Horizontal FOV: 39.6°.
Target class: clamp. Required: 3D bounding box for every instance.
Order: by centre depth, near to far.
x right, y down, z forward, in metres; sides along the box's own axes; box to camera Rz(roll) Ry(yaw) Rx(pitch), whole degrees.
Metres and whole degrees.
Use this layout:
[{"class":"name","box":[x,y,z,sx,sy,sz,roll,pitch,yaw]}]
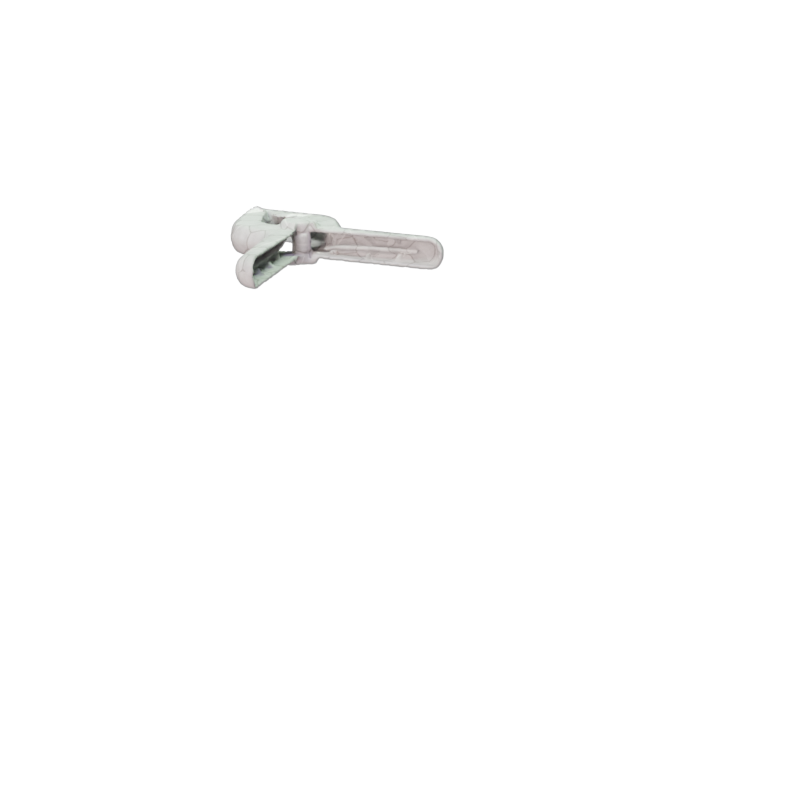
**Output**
[{"class":"clamp","box":[-0.071,-0.129,0.903,0.161,0.035,0.221,-6,19,-17]}]
